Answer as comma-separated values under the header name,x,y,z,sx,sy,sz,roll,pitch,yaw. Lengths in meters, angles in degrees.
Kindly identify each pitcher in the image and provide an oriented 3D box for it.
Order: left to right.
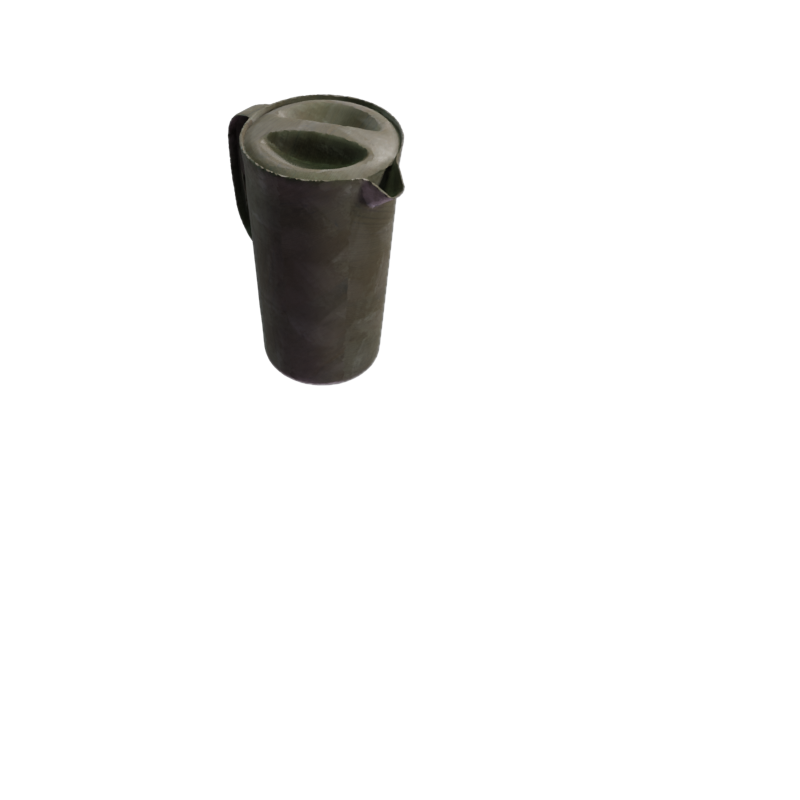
name,x,y,z,sx,sy,sz,roll,pitch,yaw
pitcher,-0.076,-0.138,0.967,0.144,0.227,0.160,-1,41,-4
